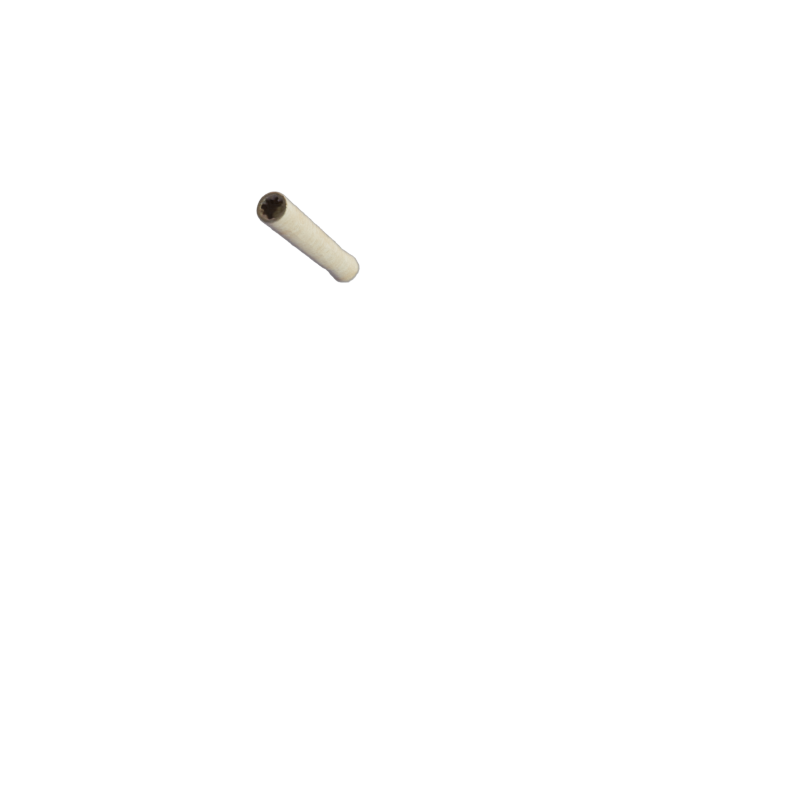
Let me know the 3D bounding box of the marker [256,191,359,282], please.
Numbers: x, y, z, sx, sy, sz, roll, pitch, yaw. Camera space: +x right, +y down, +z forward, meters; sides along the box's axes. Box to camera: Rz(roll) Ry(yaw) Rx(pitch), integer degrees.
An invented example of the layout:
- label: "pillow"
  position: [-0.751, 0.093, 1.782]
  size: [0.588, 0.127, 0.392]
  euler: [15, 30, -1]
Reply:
- label: "marker"
  position: [-0.051, -0.093, 0.649]
  size: [0.020, 0.020, 0.114]
  euler: [2, -11, 20]
